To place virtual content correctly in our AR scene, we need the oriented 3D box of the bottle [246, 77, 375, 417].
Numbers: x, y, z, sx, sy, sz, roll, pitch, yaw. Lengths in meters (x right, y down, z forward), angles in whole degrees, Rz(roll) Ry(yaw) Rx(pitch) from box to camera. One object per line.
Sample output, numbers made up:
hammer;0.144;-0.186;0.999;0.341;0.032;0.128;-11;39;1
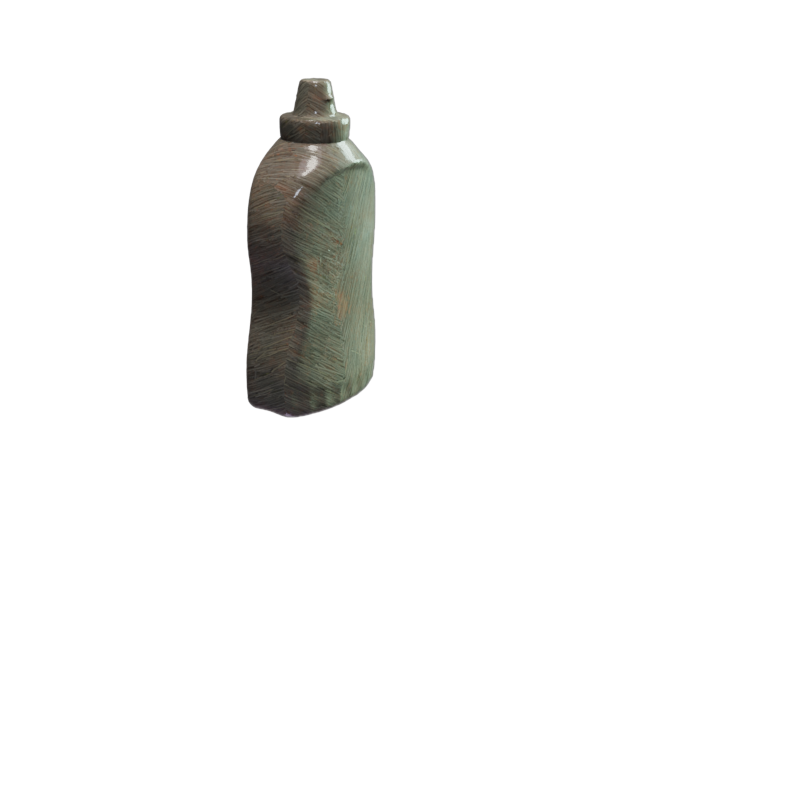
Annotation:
bottle;-0.051;-0.094;0.656;0.061;0.185;0.095;12;20;33
